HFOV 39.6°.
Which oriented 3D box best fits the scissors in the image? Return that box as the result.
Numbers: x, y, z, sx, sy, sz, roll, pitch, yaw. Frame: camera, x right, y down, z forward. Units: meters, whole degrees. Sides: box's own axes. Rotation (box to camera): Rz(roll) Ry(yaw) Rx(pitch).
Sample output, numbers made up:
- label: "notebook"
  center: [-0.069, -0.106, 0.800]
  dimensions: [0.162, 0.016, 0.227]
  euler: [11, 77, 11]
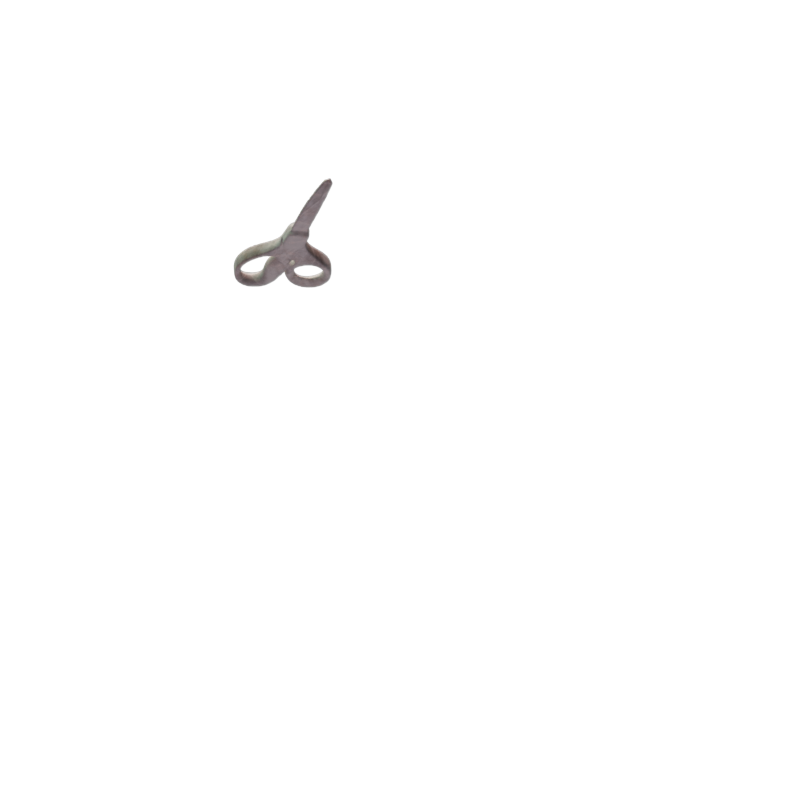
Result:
- label: "scissors"
  center: [-0.074, -0.135, 0.949]
  dimensions: [0.092, 0.017, 0.201]
  euler: [12, -22, -32]
